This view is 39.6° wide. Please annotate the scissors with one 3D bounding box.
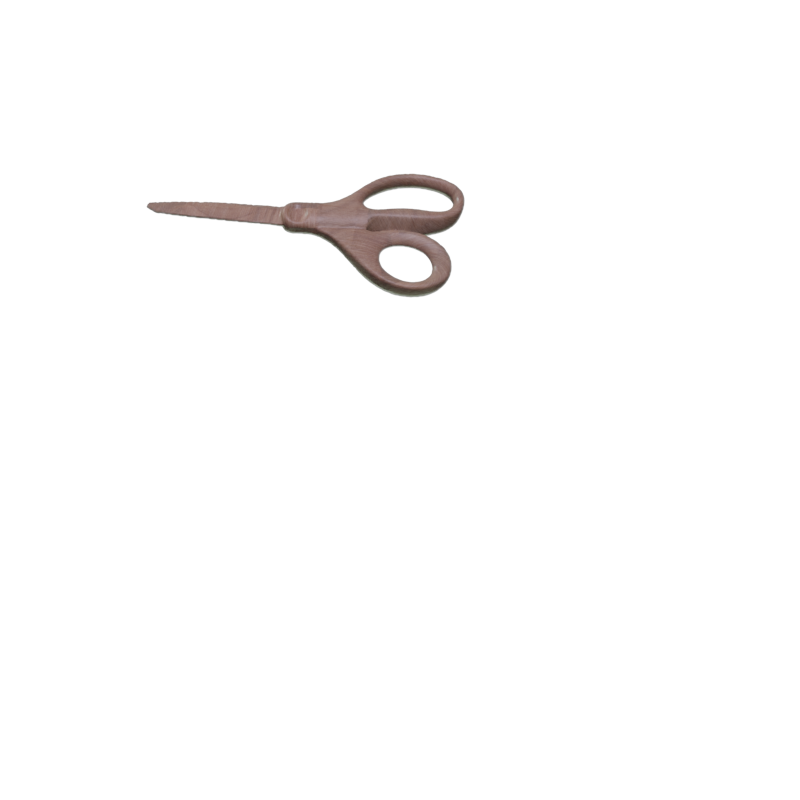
[{"bbox_3d":[-0.055,-0.100,0.699,0.200,0.103,0.015,-9,-30,-6],"label":"scissors"}]
